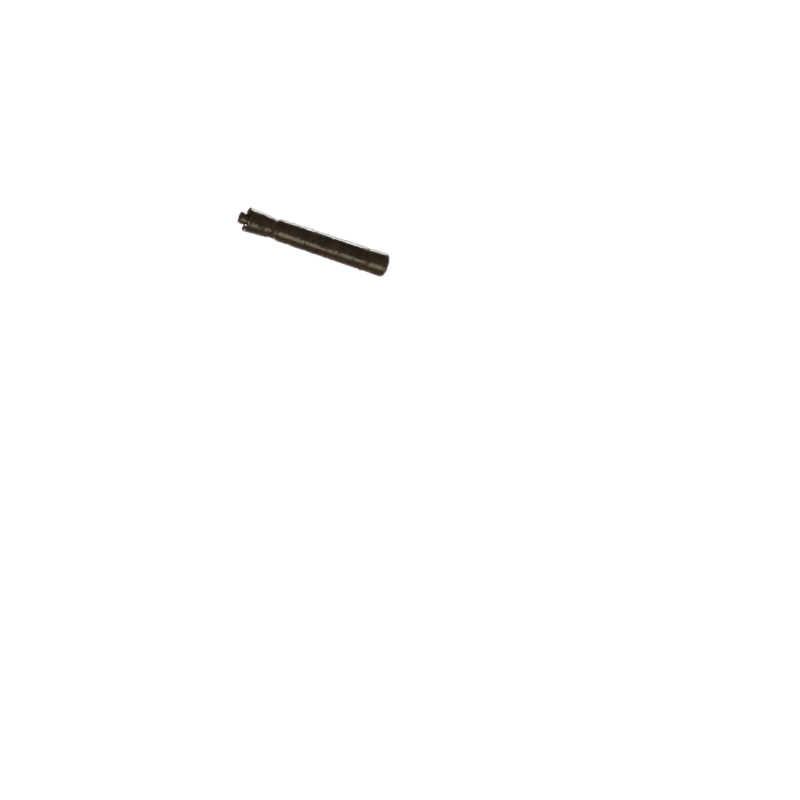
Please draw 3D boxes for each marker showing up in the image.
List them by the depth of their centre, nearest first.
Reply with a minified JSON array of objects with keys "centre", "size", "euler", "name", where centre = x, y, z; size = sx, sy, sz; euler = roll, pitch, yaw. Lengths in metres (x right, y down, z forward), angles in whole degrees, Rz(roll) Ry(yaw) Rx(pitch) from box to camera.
[{"centre":[-0.066,-0.121,0.846],"size":[0.117,0.020,0.020],"euler":[17,-1,-14],"name":"marker"}]
